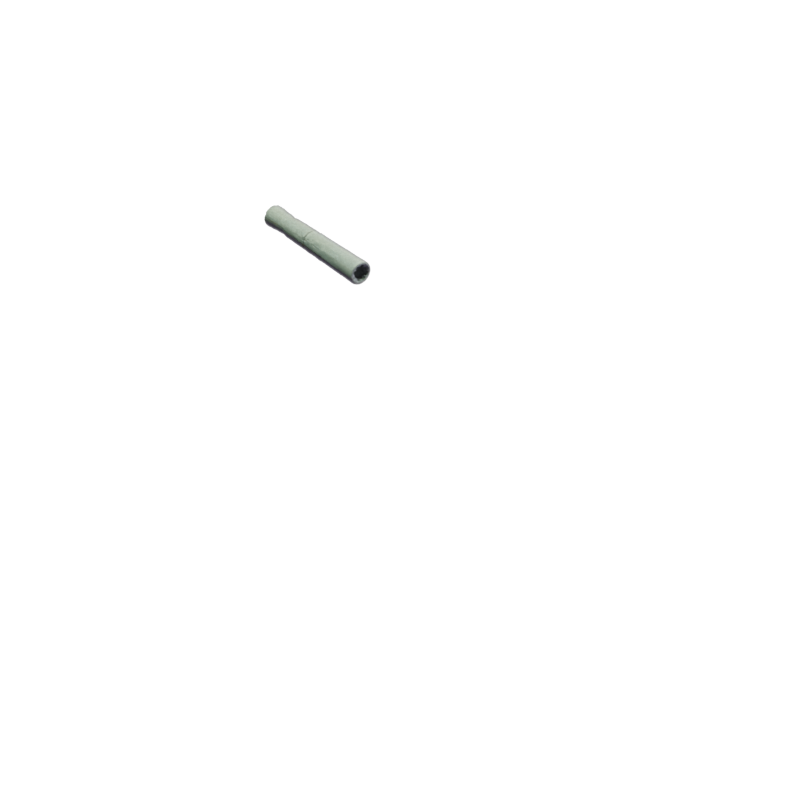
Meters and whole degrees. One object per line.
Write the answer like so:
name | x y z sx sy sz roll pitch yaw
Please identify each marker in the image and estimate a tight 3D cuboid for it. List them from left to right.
marker | -0.067 -0.123 0.858 0.019 0.019 0.130 -3 29 -40
